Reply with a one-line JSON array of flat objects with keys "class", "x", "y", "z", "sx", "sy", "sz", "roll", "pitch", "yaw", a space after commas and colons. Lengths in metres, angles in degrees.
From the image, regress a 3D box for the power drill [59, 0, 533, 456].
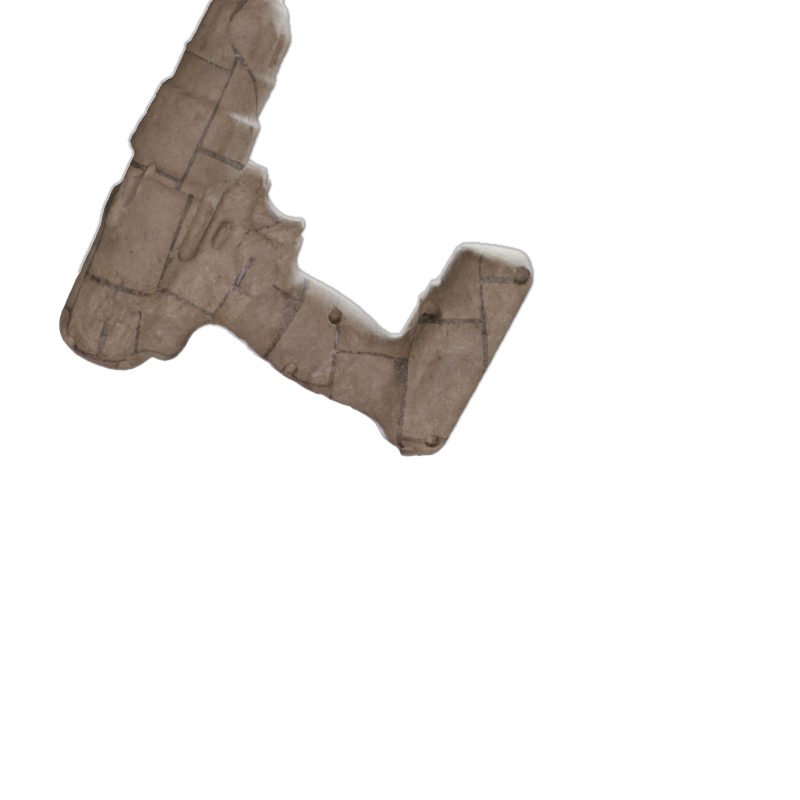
[{"class": "power drill", "x": -0.039, "y": -0.072, "z": 0.504, "sx": 0.185, "sy": 0.181, "sz": 0.059, "roll": 26, "pitch": 10, "yaw": -6}]
